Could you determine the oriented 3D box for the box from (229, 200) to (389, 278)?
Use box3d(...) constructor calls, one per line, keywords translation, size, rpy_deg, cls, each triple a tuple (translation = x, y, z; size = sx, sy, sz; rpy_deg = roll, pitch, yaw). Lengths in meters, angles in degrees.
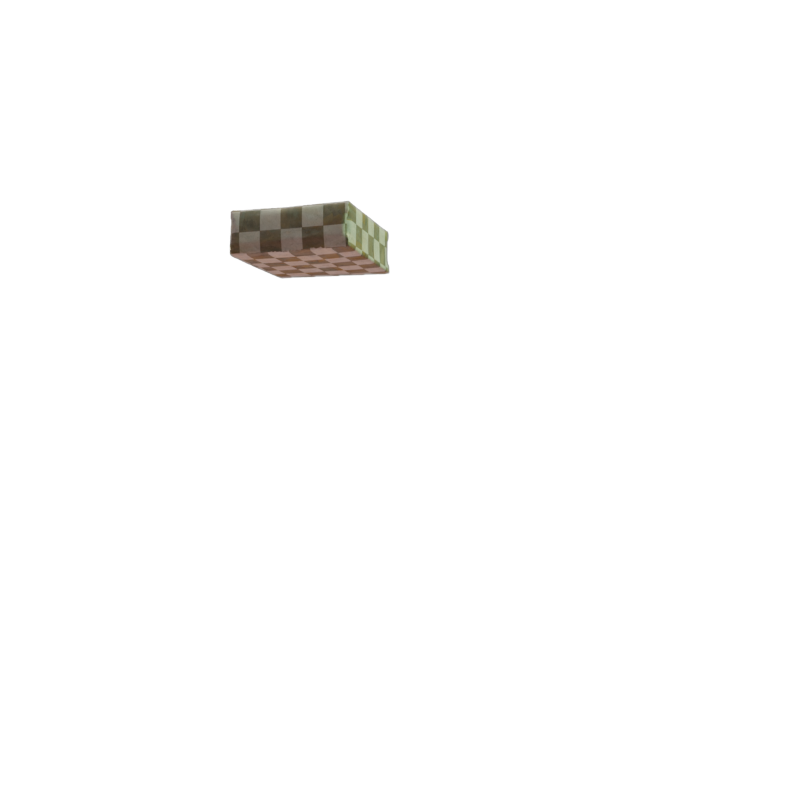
box3d(translation=(-0.052, -0.095, 0.667), size=(0.075, 0.031, 0.086), rpy_deg=(-1, -4, 17), cls="box")
